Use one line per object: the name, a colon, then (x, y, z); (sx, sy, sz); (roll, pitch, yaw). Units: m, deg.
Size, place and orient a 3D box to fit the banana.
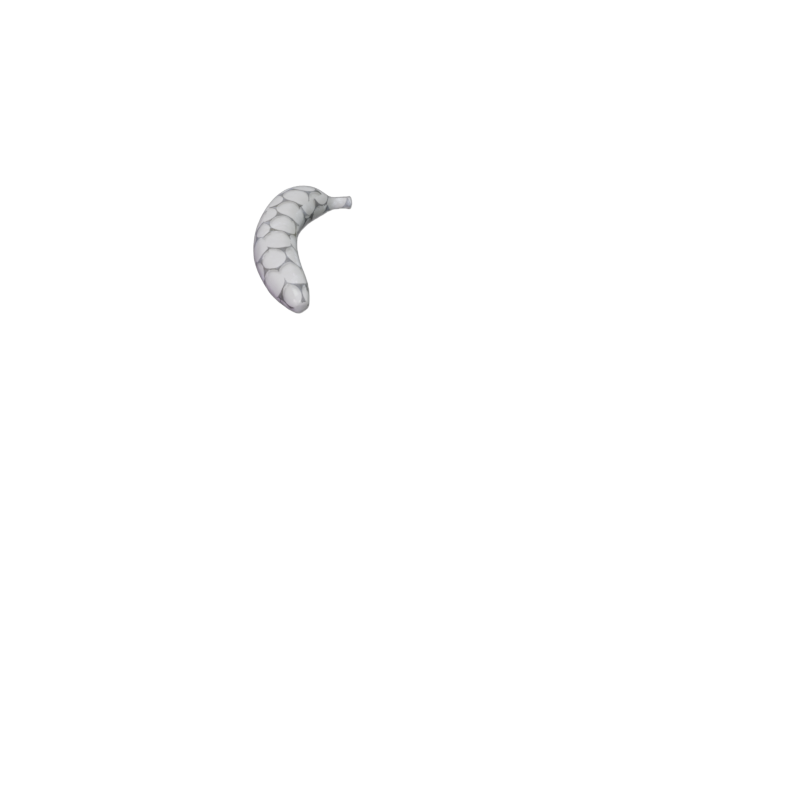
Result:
banana: (-0.092, -0.141, 0.956); (0.070, 0.034, 0.208); (6, 37, 7)
